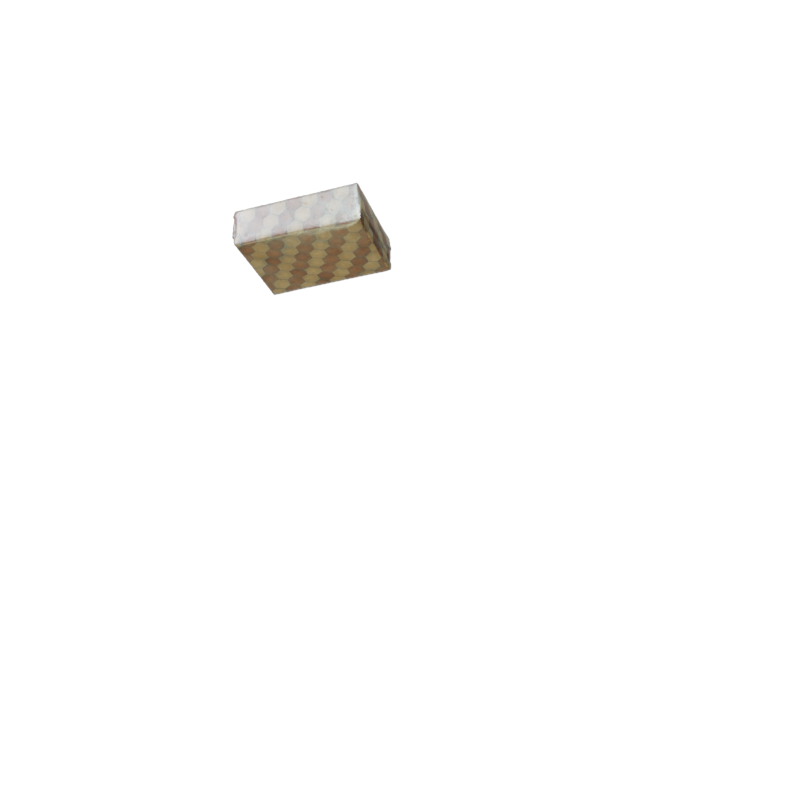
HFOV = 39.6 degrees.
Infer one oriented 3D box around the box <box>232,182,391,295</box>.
[{"bbox_3d":[-0.074,-0.134,0.939,0.115,0.041,0.083,-8,-28,16],"label":"box"}]
